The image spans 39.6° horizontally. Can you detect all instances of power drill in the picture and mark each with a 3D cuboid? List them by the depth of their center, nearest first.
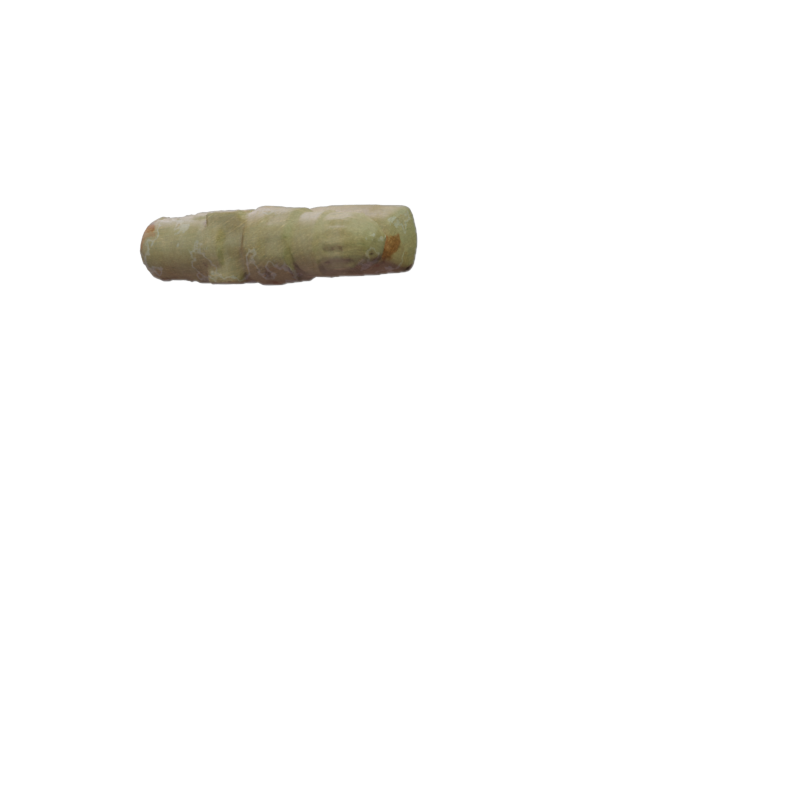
[{"bbox_3d":[-0.062,-0.113,0.789,0.191,0.057,0.183,4,9,30],"label":"power drill"}]
